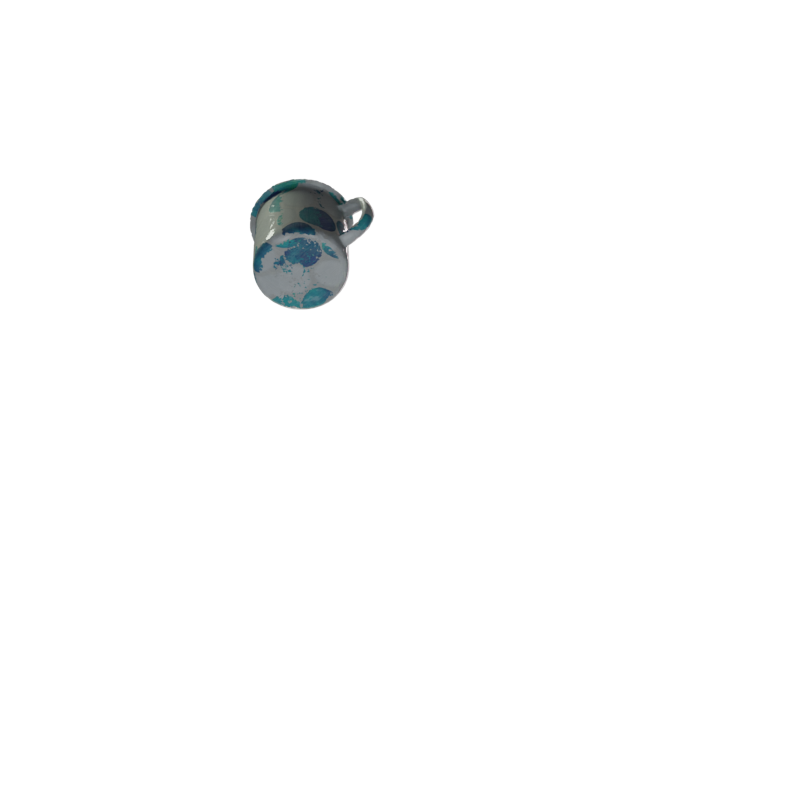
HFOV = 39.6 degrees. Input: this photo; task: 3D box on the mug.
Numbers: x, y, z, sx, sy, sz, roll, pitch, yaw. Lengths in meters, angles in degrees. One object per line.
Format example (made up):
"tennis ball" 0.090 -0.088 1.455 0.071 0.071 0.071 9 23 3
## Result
"mug" -0.075 -0.137 0.956 0.117 0.087 0.087 -24 33 14
